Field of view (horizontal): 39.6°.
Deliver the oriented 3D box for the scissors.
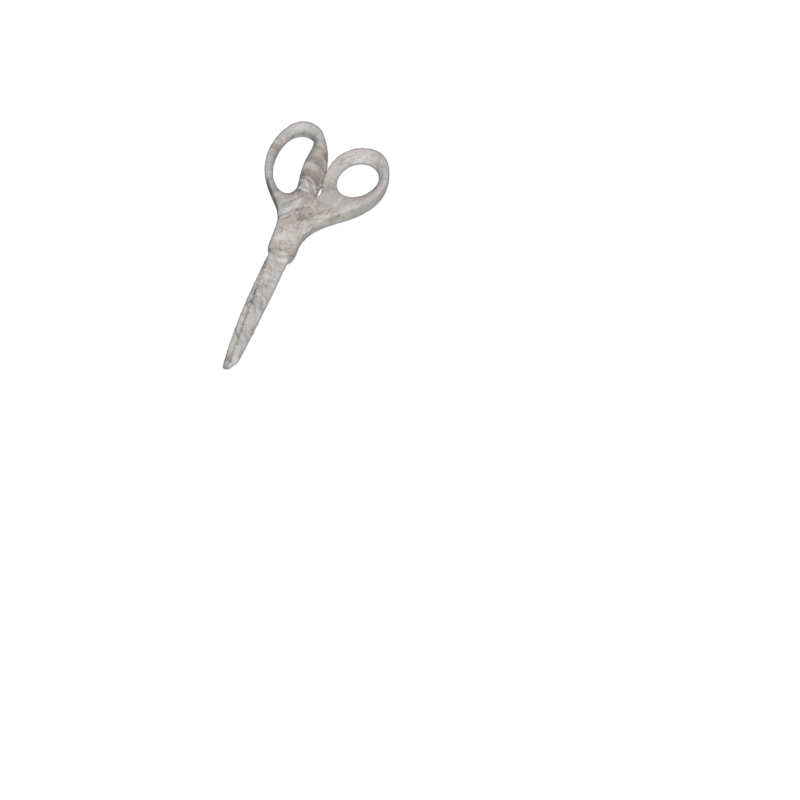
[{"bbox_3d":[-0.058,-0.105,0.736,0.096,0.215,0.015,2,-33,1],"label":"scissors"}]
